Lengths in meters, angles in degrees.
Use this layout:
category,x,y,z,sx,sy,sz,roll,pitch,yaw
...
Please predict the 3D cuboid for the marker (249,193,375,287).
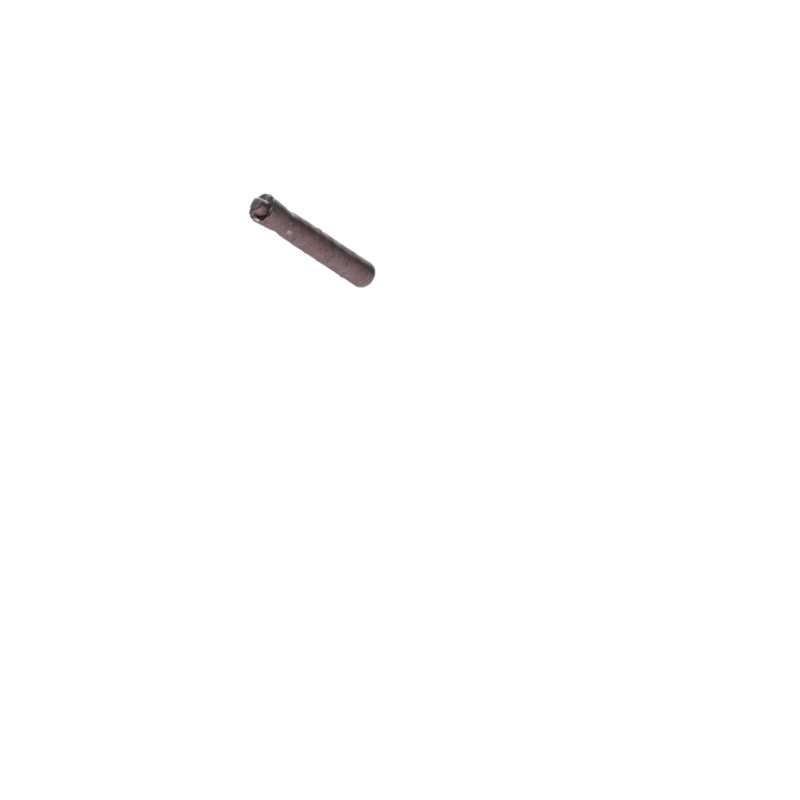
category,x,y,z,sx,sy,sz,roll,pitch,yaw
marker,-0.055,-0.100,0.703,0.020,0.020,0.113,3,-15,36
